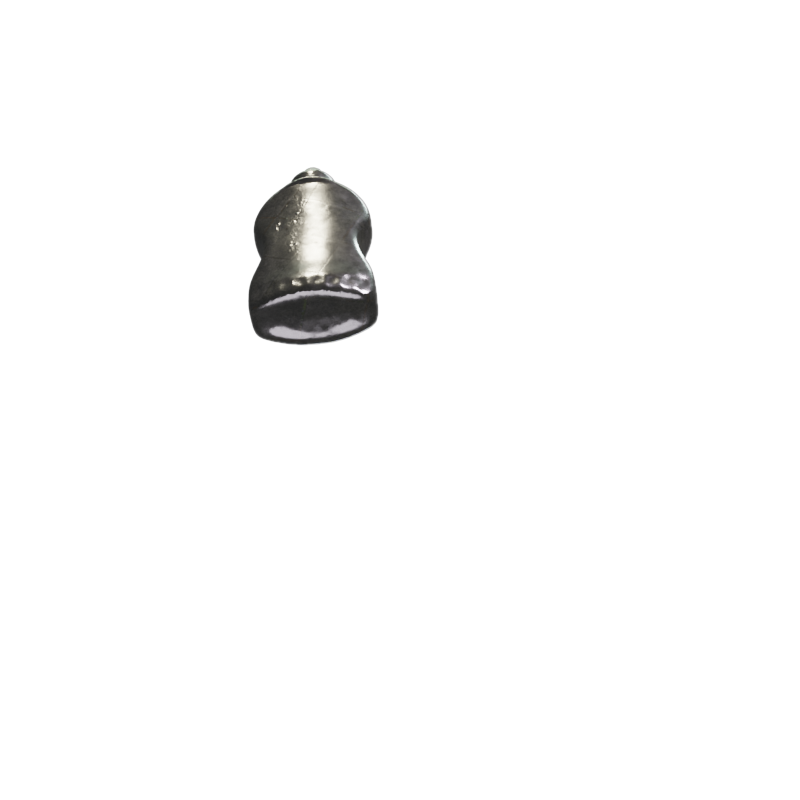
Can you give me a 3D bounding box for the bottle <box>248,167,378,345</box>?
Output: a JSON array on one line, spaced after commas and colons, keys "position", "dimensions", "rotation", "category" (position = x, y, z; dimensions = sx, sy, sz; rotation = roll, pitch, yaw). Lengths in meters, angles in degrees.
[{"position": [-0.070, -0.128, 0.895], "dimensions": [0.096, 0.054, 0.206], "rotation": [-8, 42, 3], "category": "bottle"}]
